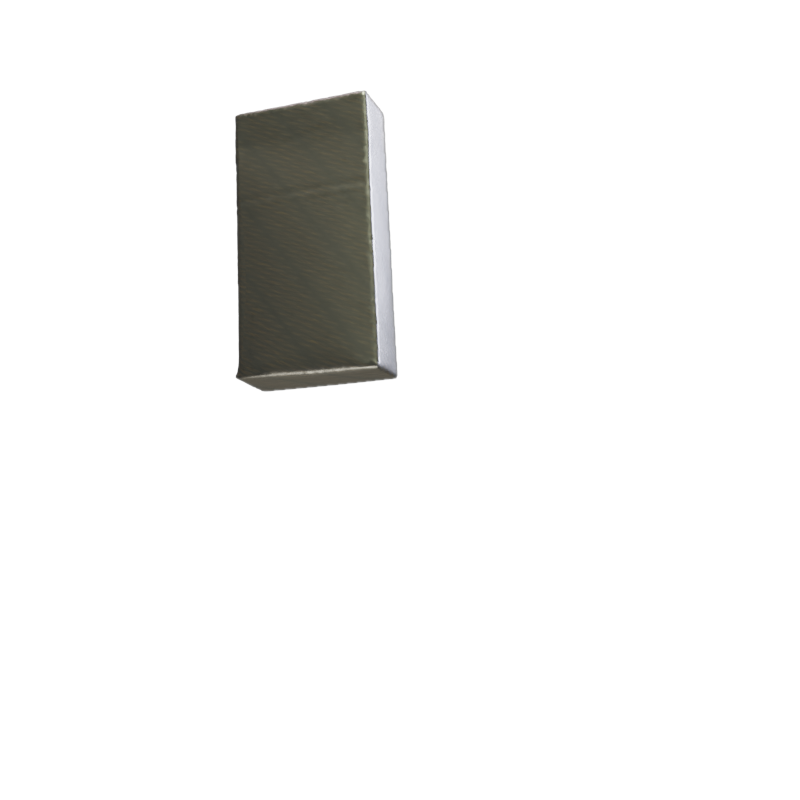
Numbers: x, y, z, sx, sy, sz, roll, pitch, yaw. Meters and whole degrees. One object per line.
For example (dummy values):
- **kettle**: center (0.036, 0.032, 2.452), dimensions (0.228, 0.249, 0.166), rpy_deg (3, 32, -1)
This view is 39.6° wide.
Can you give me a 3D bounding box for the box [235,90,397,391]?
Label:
- **box**: center (-0.054, -0.099, 0.692), dimensions (0.095, 0.184, 0.045), rpy_deg (-7, -19, 19)
